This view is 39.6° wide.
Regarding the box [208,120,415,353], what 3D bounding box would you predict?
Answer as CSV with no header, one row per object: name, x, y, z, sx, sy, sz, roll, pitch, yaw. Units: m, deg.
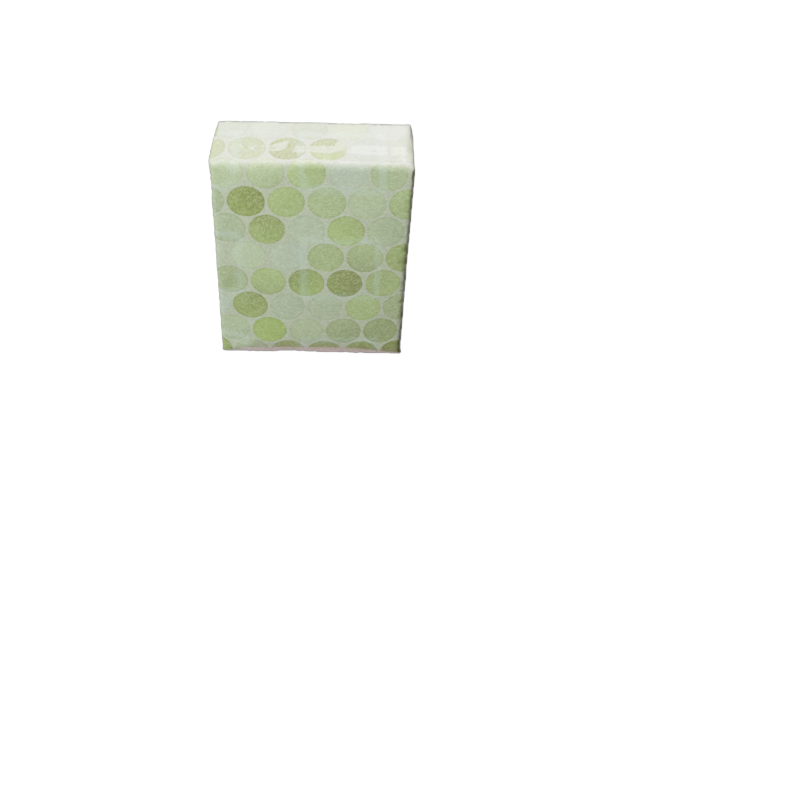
box,-0.075,-0.137,0.956,0.164,0.199,0.077,2,44,0
